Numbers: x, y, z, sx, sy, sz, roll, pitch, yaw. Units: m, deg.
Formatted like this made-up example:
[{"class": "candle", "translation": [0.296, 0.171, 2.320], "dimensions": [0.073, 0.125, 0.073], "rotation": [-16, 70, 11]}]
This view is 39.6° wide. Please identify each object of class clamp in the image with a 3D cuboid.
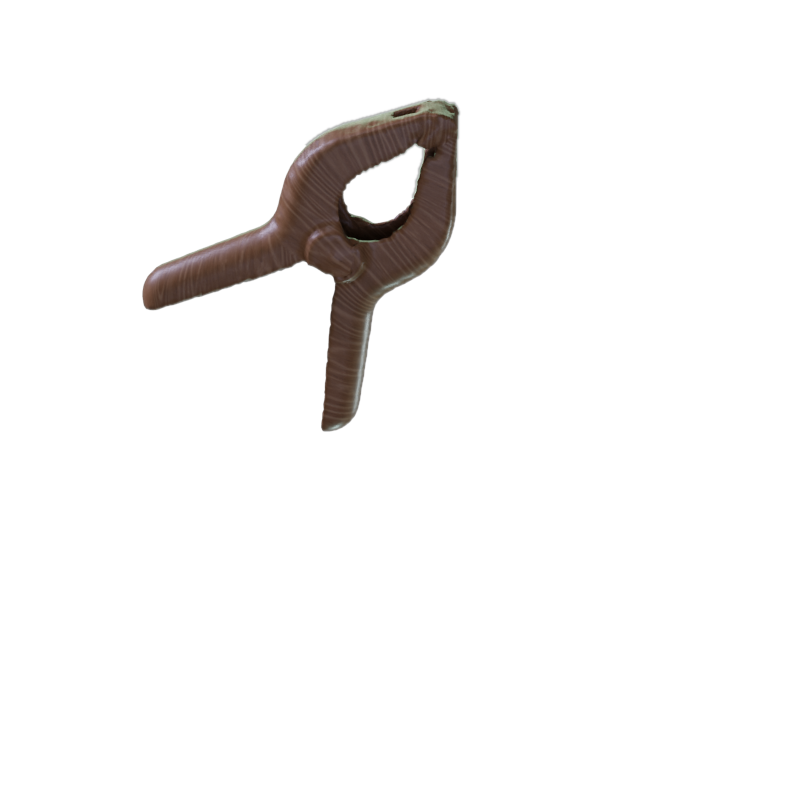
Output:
[{"class": "clamp", "translation": [-0.040, -0.073, 0.511], "dimensions": [0.117, 0.167, 0.041], "rotation": [26, 22, -12]}]
